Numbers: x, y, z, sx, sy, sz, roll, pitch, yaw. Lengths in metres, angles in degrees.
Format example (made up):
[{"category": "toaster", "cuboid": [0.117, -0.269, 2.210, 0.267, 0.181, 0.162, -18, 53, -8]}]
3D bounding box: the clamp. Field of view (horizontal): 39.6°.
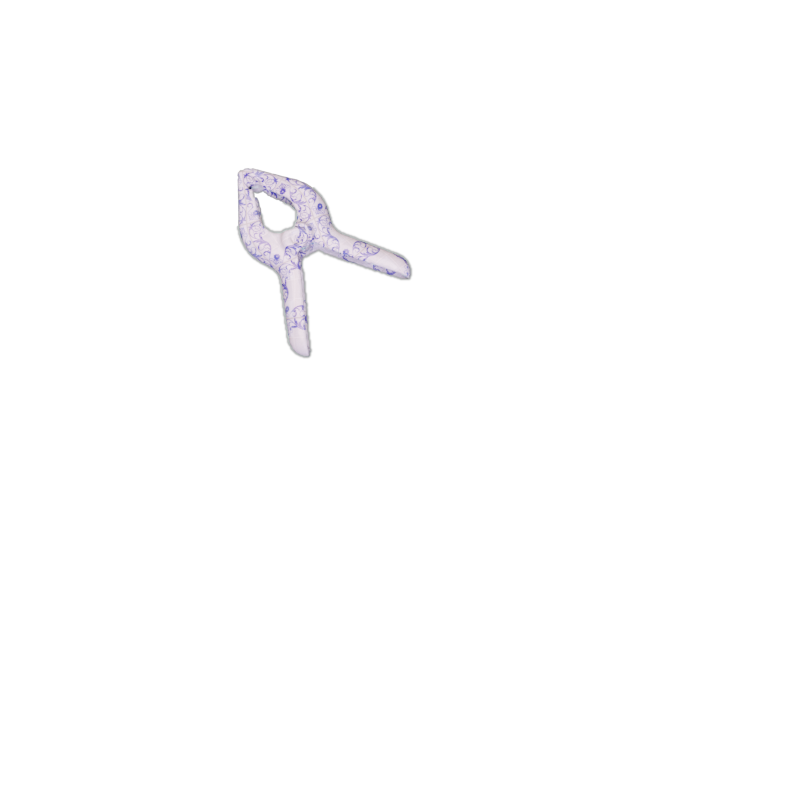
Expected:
[{"category": "clamp", "cuboid": [-0.074, -0.135, 0.948, 0.120, 0.178, 0.038, -28, -15, -8]}]
